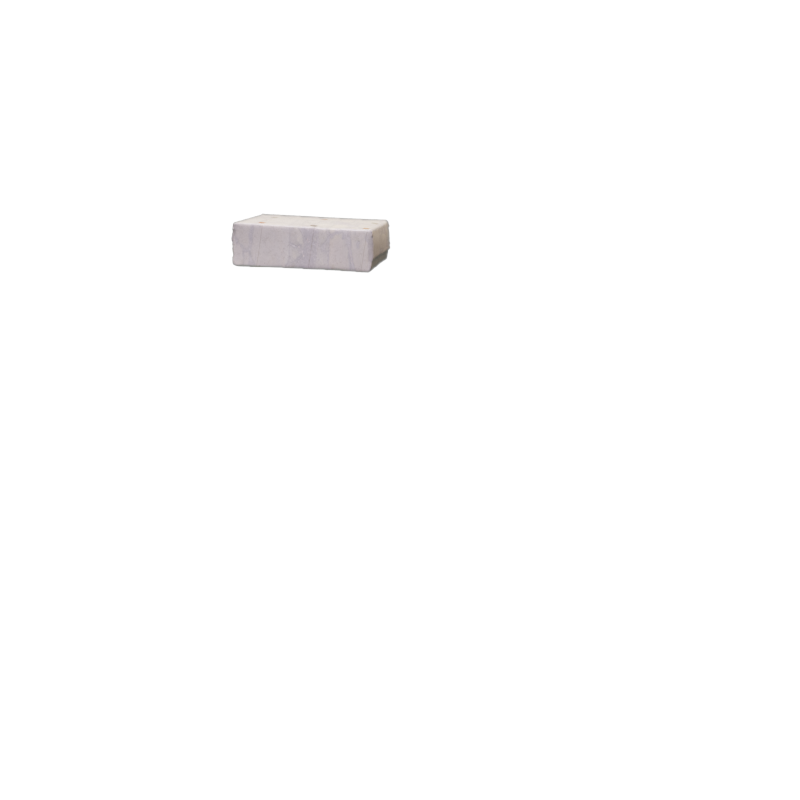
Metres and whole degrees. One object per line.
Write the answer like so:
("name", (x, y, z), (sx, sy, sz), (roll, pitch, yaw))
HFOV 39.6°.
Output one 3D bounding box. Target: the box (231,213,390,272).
("box", (-0.070, -0.128, 0.894), (0.115, 0.038, 0.090), (2, 12, 10))
